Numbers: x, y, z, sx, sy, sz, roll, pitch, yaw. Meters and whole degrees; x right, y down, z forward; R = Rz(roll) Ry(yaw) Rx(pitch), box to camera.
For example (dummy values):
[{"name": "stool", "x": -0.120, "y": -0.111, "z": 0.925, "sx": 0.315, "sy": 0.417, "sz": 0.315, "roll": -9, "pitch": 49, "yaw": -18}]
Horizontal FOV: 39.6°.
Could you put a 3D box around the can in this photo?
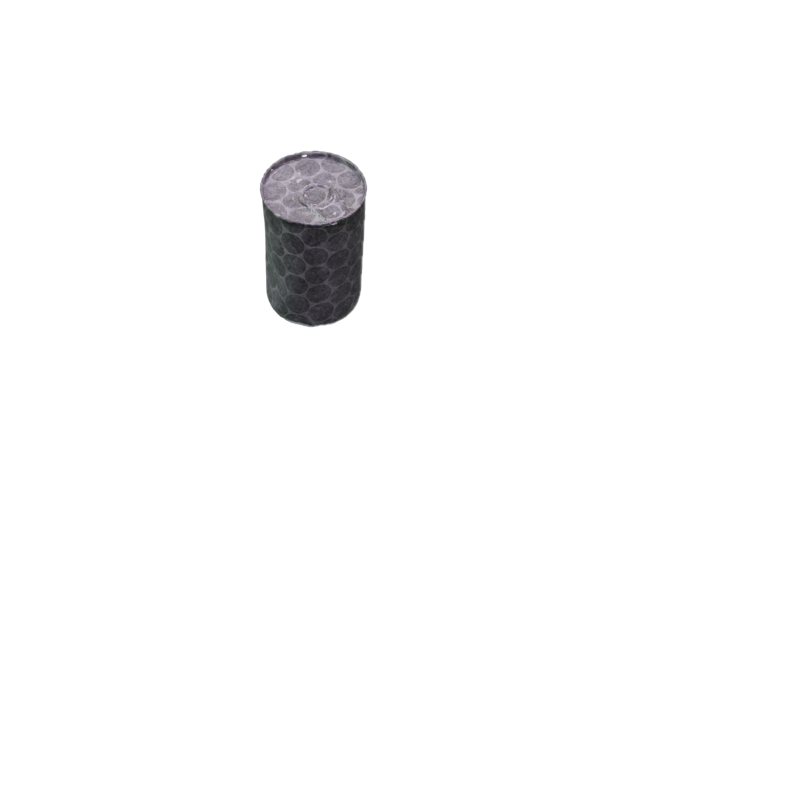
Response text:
[{"name": "can", "x": -0.058, "y": -0.105, "z": 0.737, "sx": 0.068, "sy": 0.074, "sz": 0.095, "roll": 0, "pitch": -40, "yaw": -3}]
